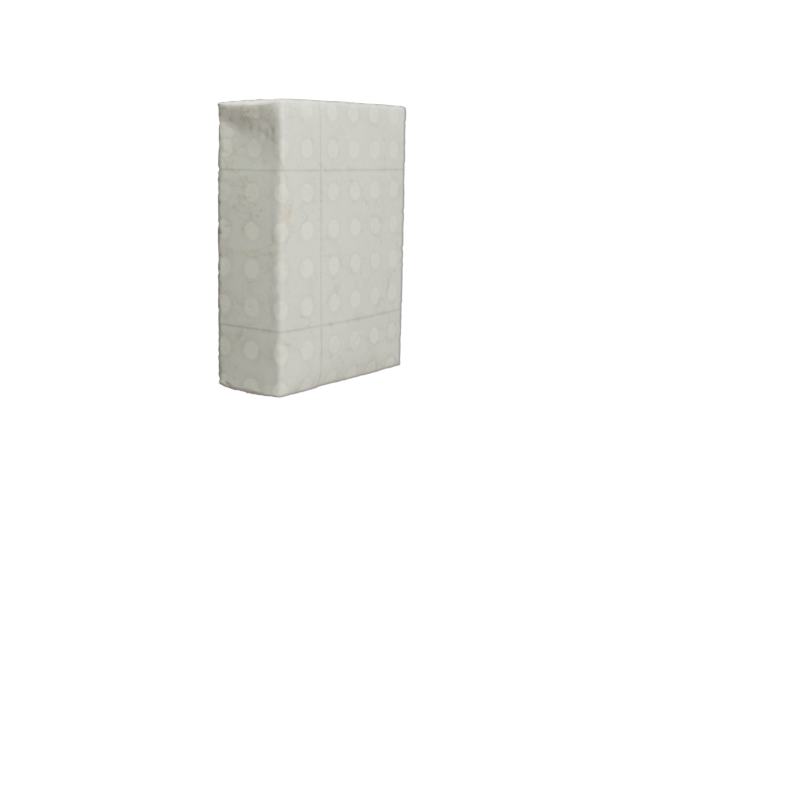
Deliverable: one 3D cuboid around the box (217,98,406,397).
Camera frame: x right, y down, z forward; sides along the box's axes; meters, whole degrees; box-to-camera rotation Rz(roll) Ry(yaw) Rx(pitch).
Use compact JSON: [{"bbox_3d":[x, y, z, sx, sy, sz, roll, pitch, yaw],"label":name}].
[{"bbox_3d":[-0.067,-0.123,0.858,0.075,0.211,0.160,4,8,34],"label":"box"}]
